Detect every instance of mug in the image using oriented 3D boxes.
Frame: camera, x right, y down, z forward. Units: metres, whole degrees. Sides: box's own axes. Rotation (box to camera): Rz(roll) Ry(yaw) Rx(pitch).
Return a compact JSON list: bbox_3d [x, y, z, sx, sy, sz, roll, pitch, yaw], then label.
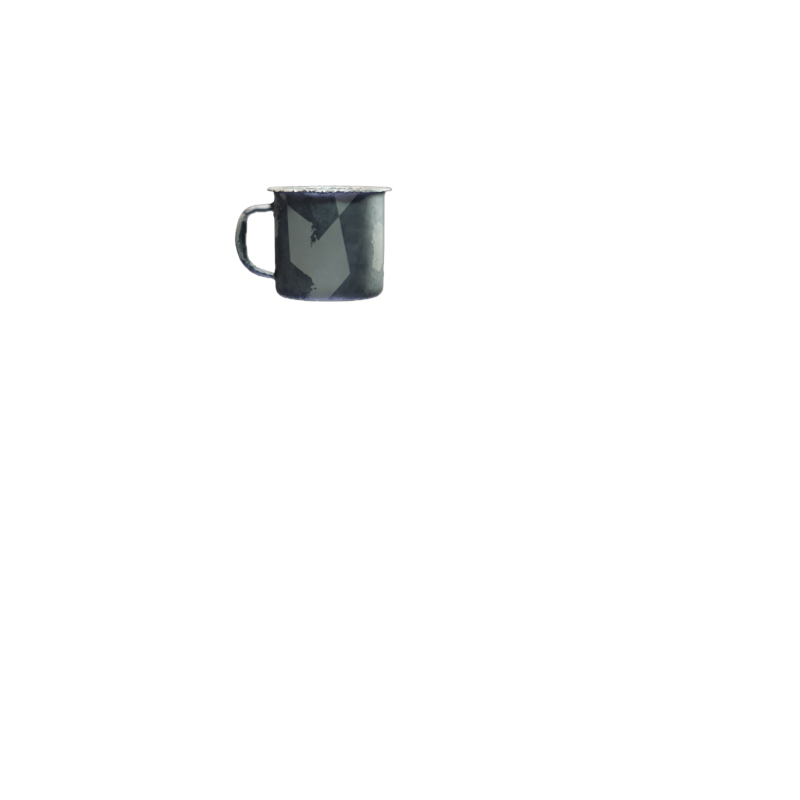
[{"bbox_3d":[-0.065,-0.118,0.827,0.117,0.080,0.095,0,9,-3],"label":"mug"}]
